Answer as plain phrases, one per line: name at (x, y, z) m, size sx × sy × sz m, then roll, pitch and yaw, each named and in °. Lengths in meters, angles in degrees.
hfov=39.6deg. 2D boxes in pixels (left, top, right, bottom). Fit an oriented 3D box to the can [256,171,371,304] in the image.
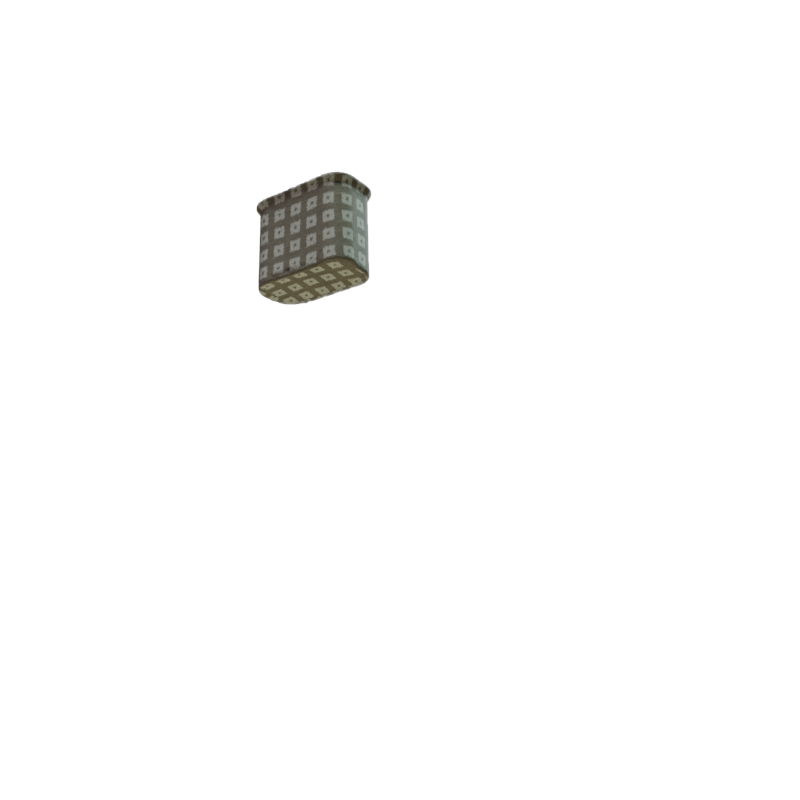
can at (-0.074, -0.136, 0.949) m, size 0.103 × 0.089 × 0.053 m, roll -17°, pitch -30°, yaw 31°
